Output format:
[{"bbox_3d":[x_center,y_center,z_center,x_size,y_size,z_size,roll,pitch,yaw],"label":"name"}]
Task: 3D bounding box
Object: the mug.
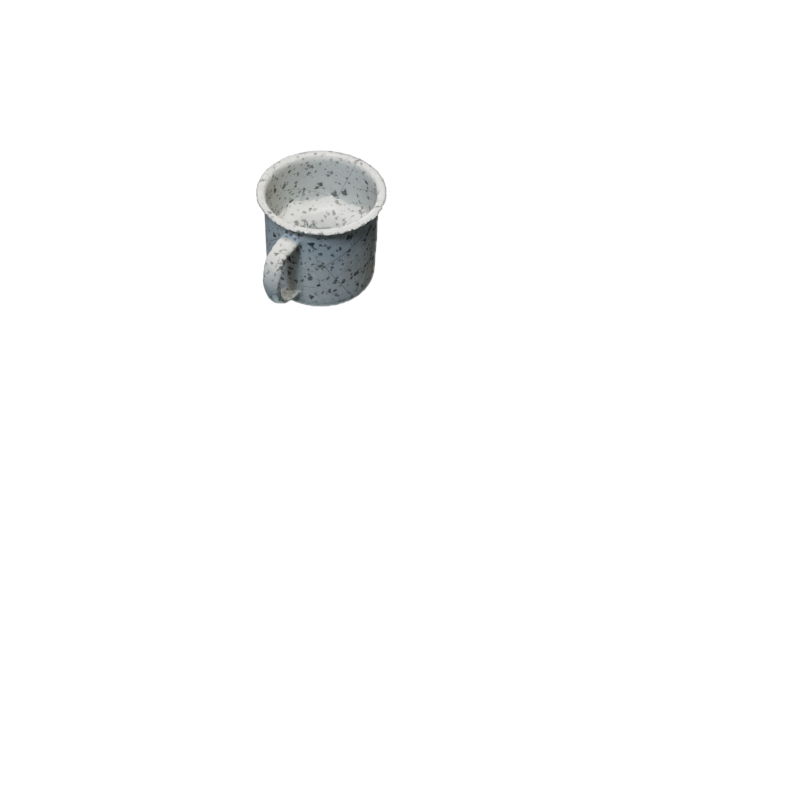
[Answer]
[{"bbox_3d":[-0.063,-0.115,0.806,0.097,0.076,0.121,20,49,17],"label":"mug"}]
